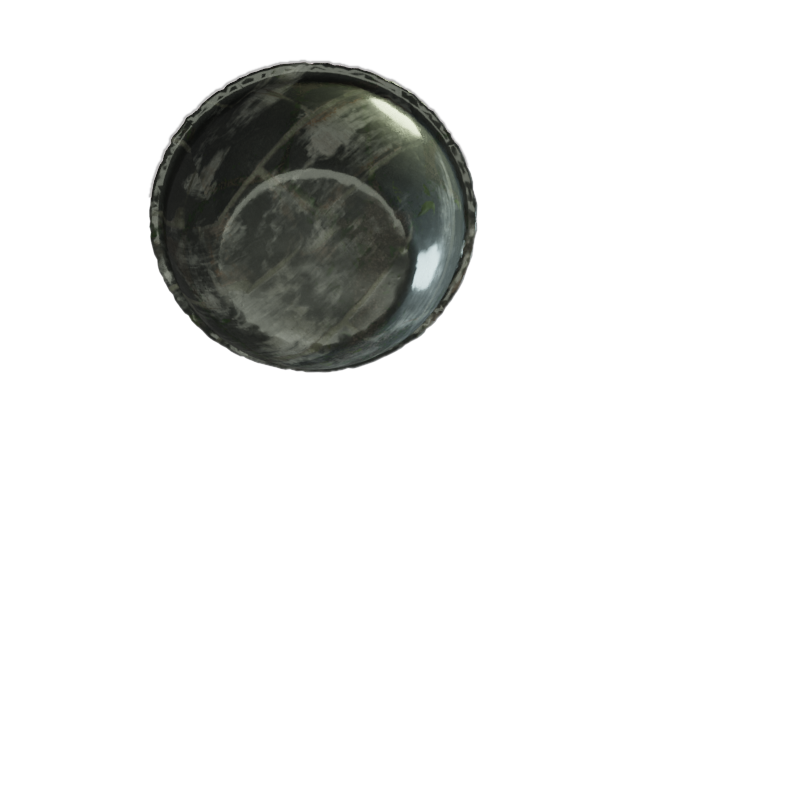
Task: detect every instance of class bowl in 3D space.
[{"bbox_3d":[-0.041,-0.075,0.523,0.162,0.155,0.058,1,22,-1],"label":"bowl"}]
